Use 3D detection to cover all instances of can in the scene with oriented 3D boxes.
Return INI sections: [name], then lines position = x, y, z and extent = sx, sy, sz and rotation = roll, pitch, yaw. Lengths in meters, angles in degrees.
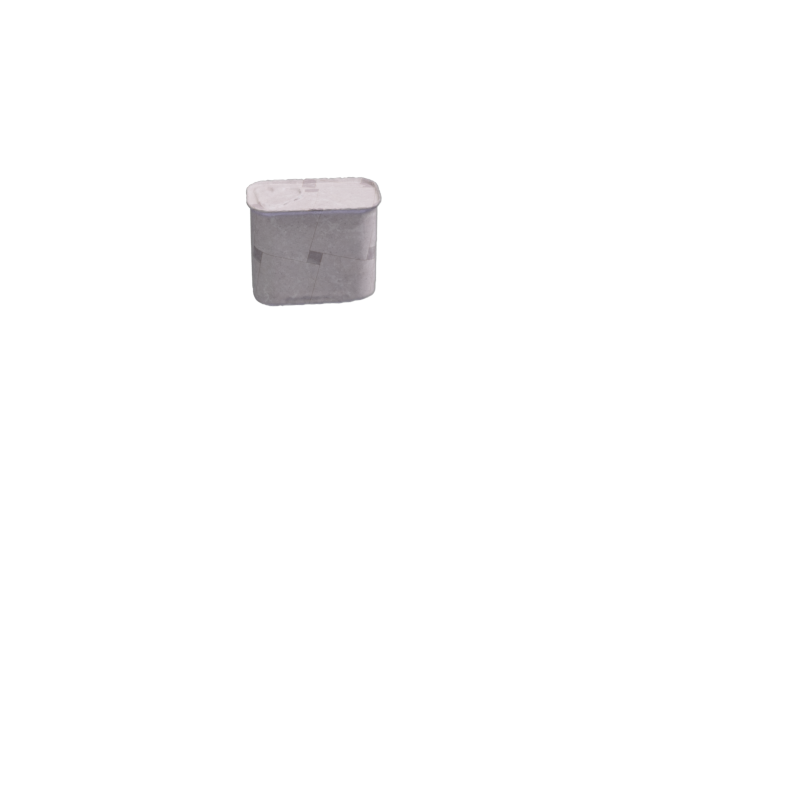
[can]
position = -0.067, -0.122, 0.857
extent = 0.101, 0.079, 0.061
rotation = -2, 30, -6
